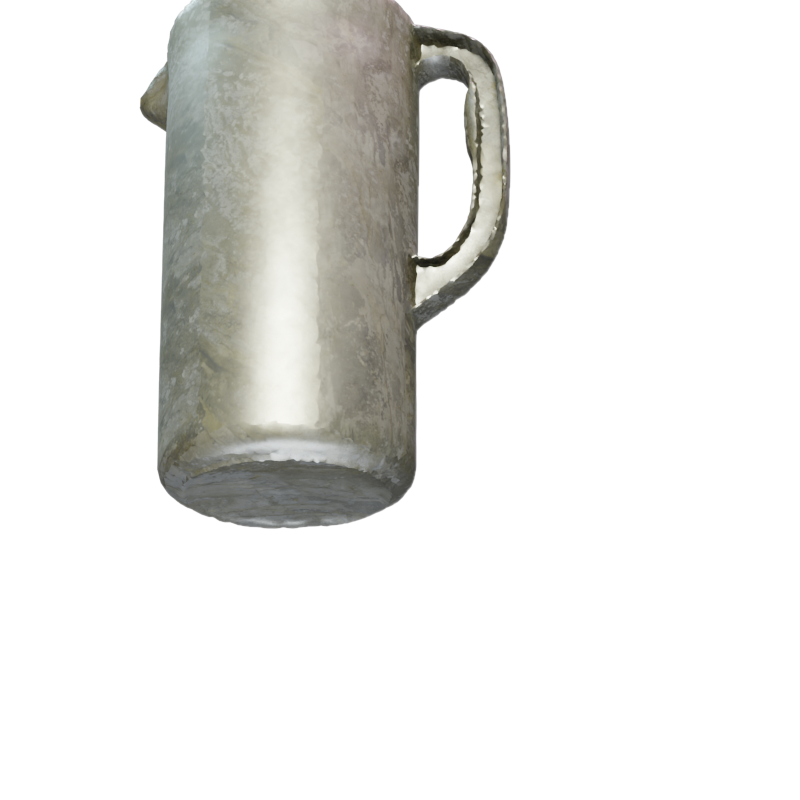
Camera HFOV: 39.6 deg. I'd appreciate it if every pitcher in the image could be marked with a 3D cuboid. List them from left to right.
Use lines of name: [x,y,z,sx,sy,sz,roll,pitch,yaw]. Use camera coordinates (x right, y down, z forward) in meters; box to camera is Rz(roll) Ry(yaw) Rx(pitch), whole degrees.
pitcher: [-0.040,-0.074,0.516,0.138,0.258,0.147,16,-33,-30]
